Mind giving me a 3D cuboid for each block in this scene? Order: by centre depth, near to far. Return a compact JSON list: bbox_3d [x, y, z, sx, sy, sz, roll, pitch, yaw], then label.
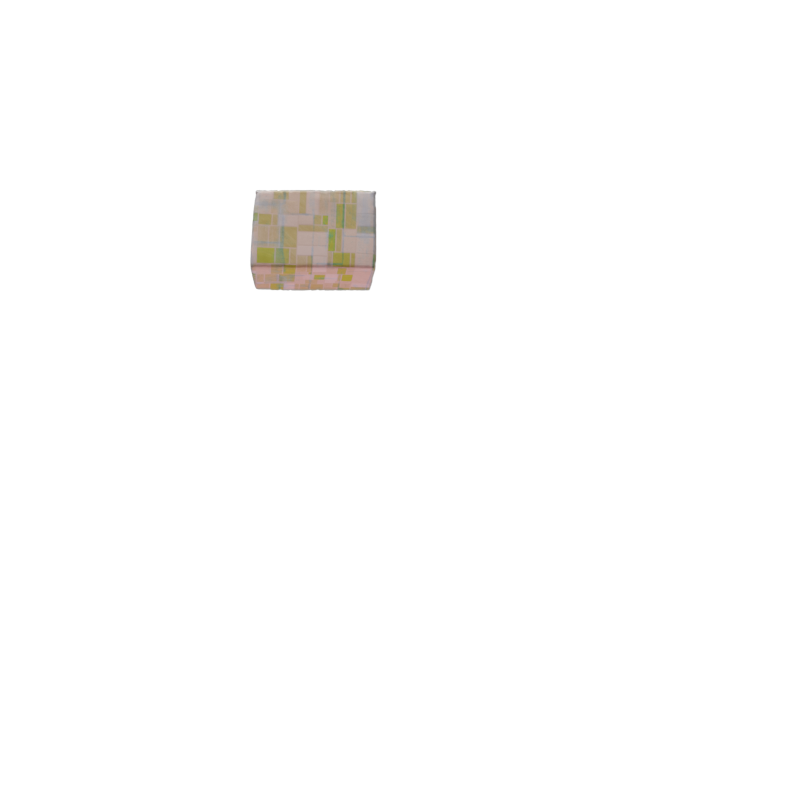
[{"bbox_3d":[-0.055,-0.101,0.706,0.078,0.053,0.051,0,-14,-3],"label":"block"}]
